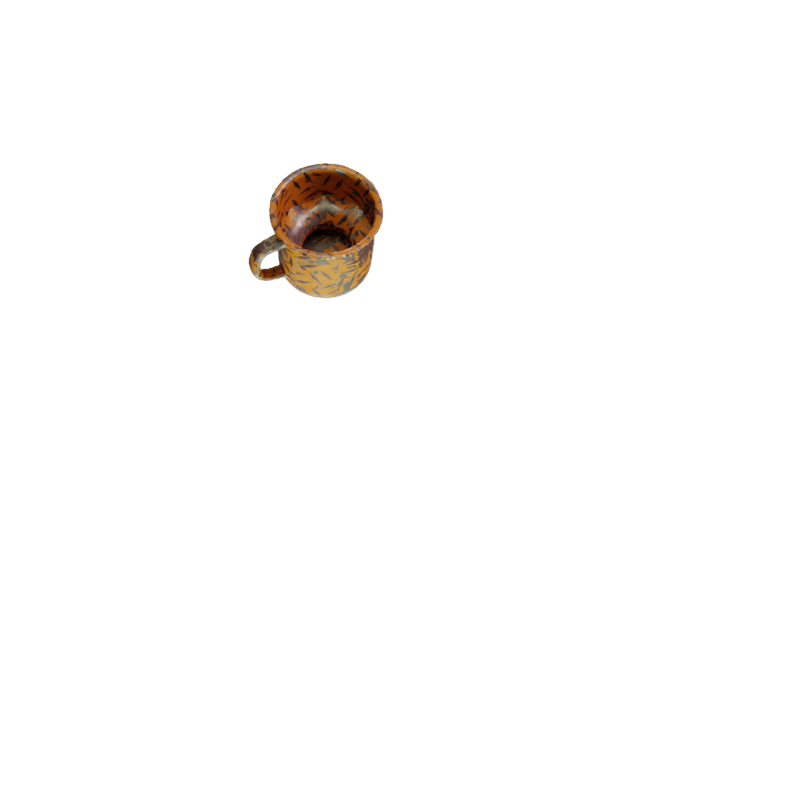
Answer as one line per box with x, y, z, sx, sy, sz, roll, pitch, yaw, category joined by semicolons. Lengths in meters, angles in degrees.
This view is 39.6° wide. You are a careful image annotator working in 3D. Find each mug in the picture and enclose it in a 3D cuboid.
-0.073;-0.133;0.930;0.117;0.099;0.077;-29;-24;-16;mug
